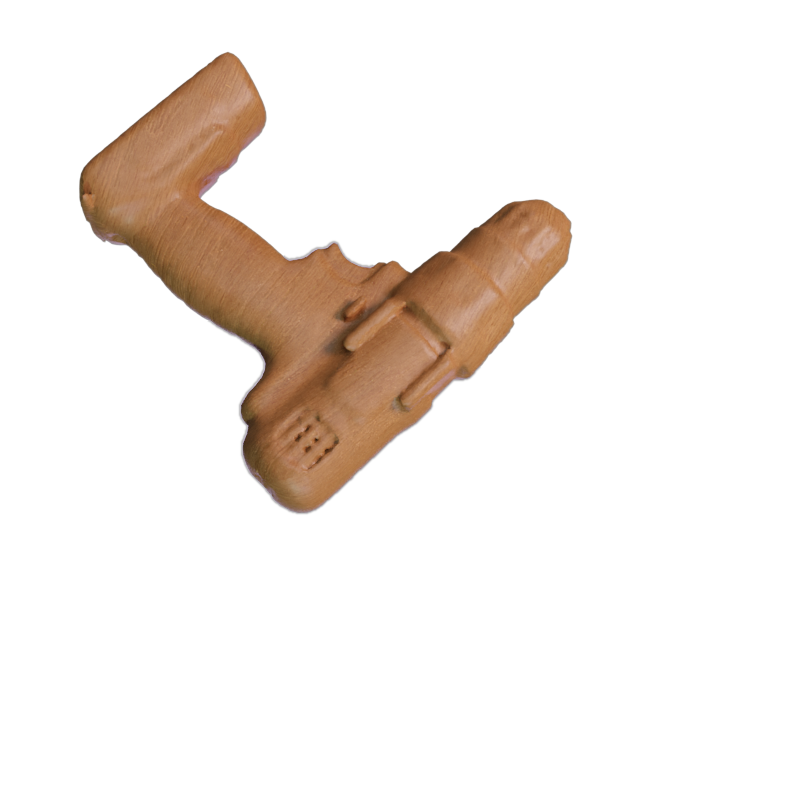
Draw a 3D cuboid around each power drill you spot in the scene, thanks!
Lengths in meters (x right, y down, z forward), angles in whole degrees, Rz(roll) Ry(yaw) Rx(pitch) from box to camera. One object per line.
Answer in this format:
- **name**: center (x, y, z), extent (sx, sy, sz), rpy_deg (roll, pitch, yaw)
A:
- **power drill**: center (-0.040, -0.073, 0.509), extent (0.186, 0.196, 0.054), rpy_deg (-42, -16, -16)
